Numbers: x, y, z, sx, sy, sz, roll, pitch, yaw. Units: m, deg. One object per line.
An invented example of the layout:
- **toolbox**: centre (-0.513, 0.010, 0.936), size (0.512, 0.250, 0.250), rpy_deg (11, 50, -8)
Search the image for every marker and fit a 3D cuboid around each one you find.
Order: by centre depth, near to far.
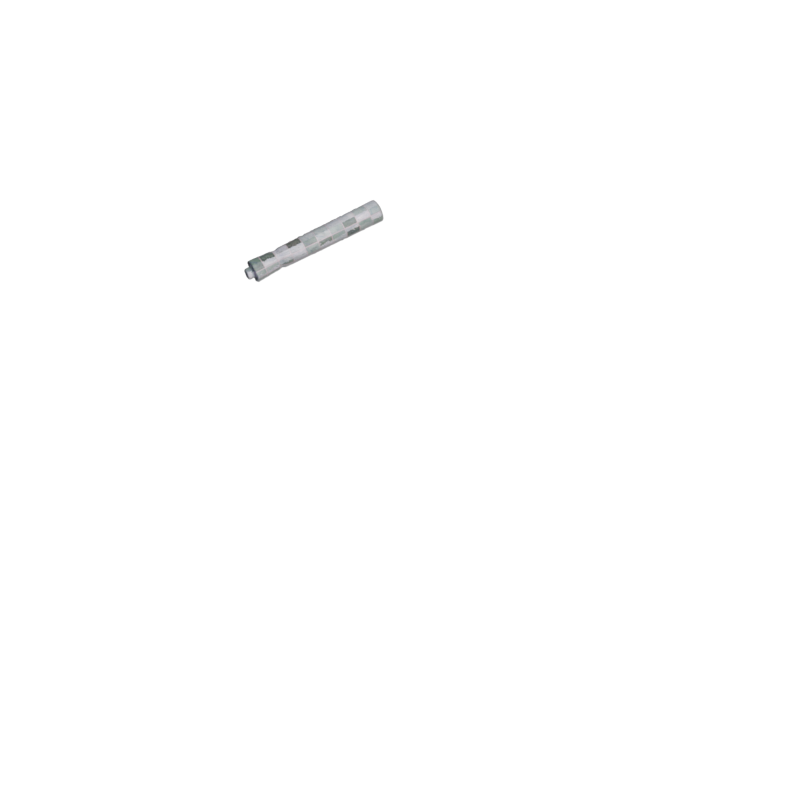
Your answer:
- **marker**: centre (-0.069, -0.126, 0.885), size (0.121, 0.019, 0.020), rpy_deg (-28, 12, -15)
